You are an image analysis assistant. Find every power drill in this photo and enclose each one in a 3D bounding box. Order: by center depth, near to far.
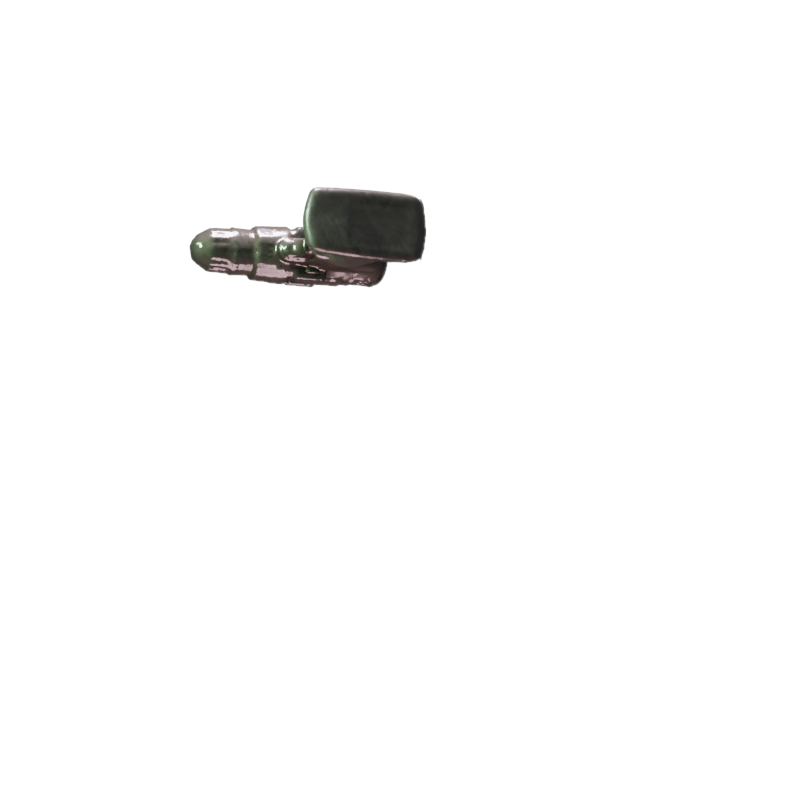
[{"bbox_3d":[-0.075,-0.136,0.953,0.180,0.058,0.190,1,-2,-21],"label":"power drill"}]
